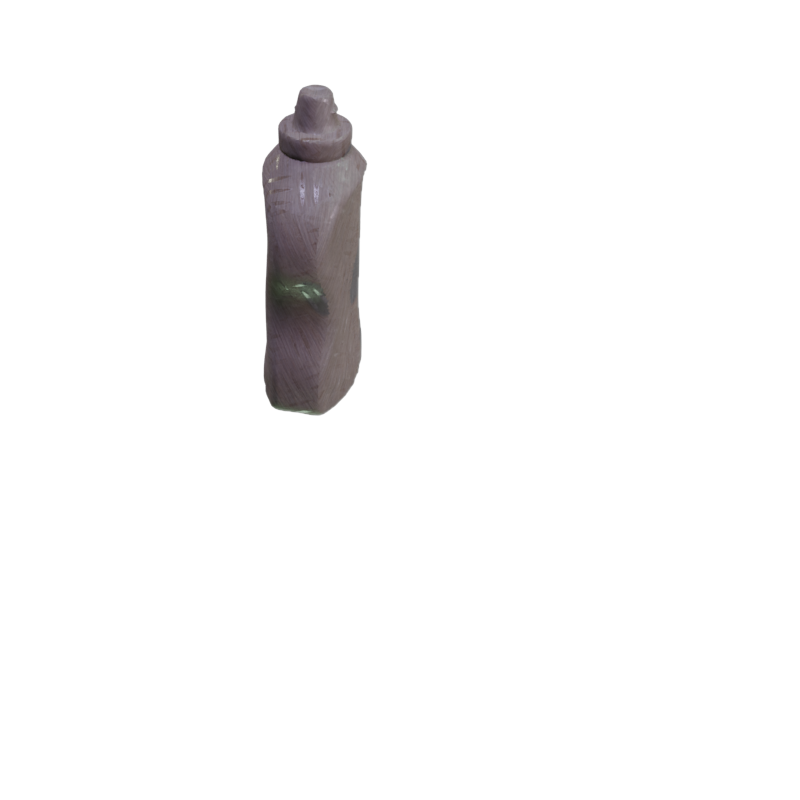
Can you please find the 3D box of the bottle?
[{"bbox_3d":[-0.050,-0.092,0.646,0.059,0.180,0.101,9,35,8],"label":"bottle"}]
